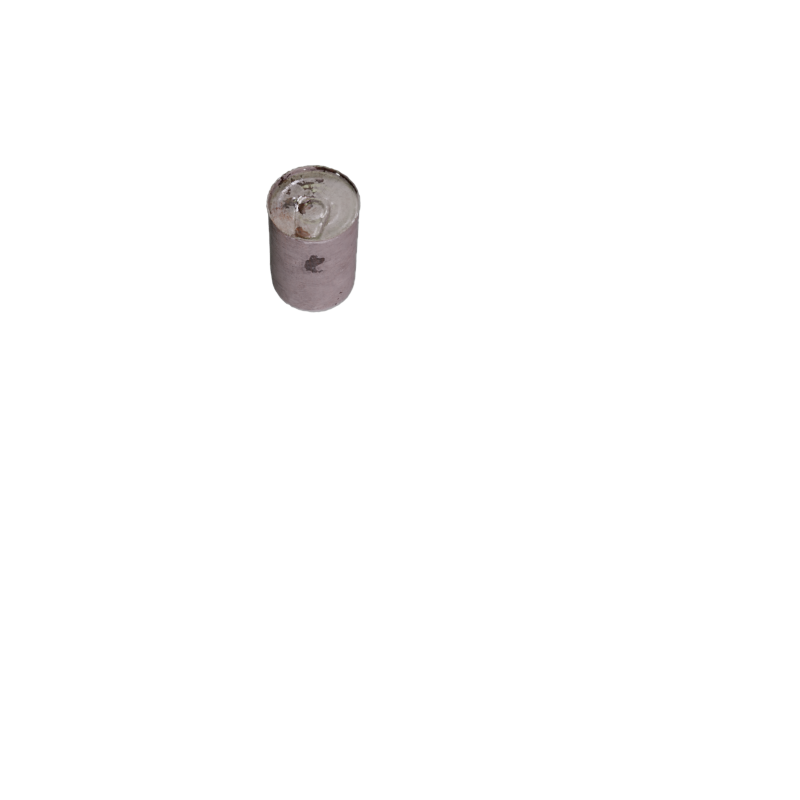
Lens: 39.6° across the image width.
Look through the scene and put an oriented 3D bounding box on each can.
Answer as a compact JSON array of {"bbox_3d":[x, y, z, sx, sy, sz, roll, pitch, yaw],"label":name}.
[{"bbox_3d":[-0.066,-0.120,0.837,0.068,0.073,0.096,0,-30,-3],"label":"can"}]
